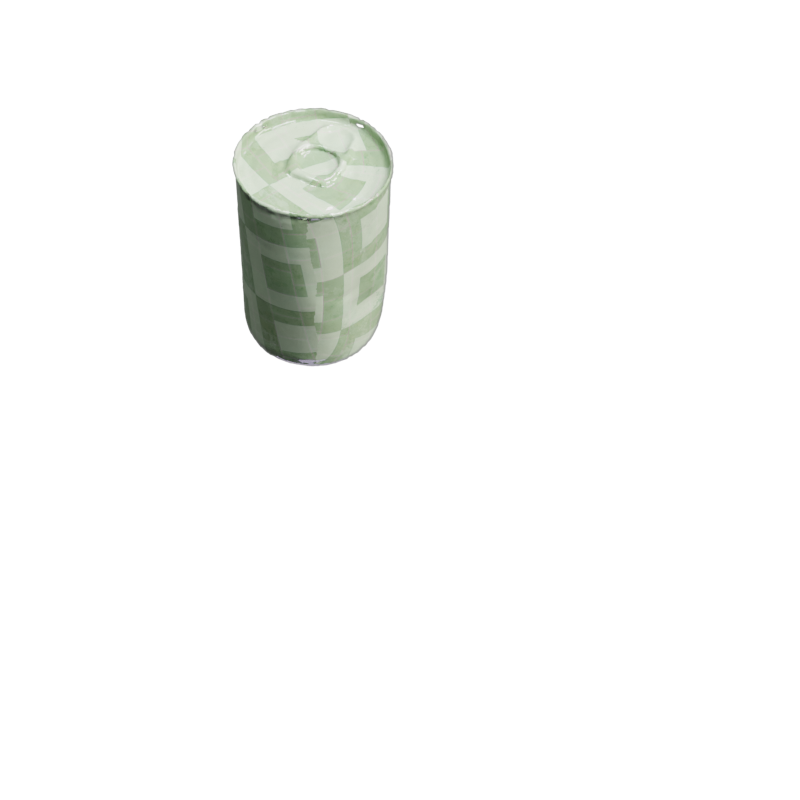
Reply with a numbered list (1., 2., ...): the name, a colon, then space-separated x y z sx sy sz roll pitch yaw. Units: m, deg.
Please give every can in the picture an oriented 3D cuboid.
1. can: -0.039 -0.072 0.503 0.068 0.073 0.095 0 -39 -3
